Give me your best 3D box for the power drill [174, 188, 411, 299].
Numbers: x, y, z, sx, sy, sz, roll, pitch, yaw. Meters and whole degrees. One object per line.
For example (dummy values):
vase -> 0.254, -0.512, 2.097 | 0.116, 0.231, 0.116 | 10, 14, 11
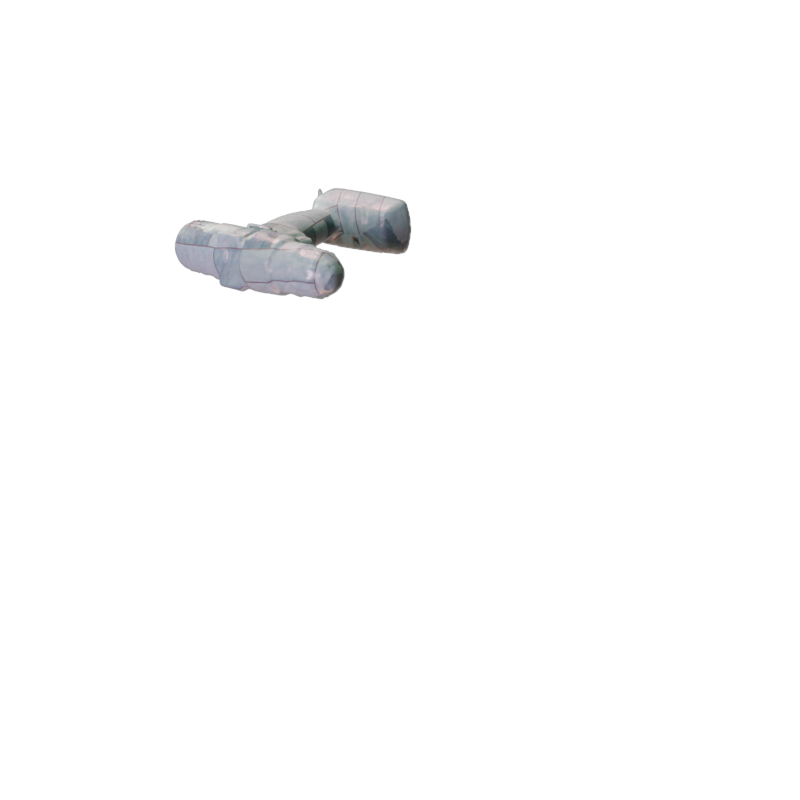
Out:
power drill -> -0.076, -0.139, 0.977 | 0.195, 0.055, 0.185 | 18, 28, 38
